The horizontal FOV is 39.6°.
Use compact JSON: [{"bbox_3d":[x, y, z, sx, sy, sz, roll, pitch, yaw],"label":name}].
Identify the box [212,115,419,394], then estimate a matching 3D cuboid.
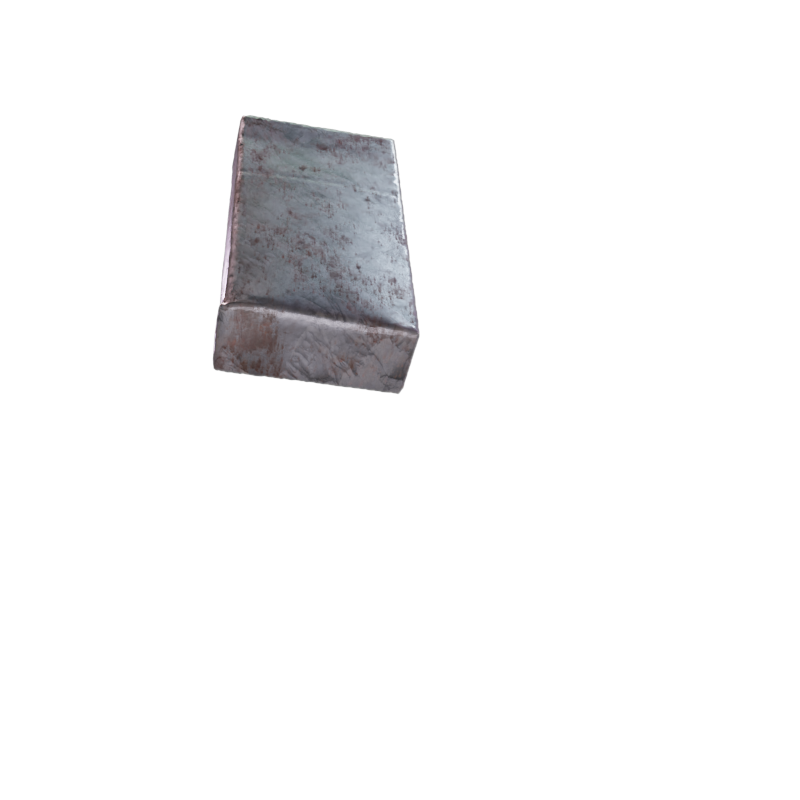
[{"bbox_3d":[-0.045,-0.082,0.579,0.092,0.045,0.189,7,37,-9],"label":"box"}]
